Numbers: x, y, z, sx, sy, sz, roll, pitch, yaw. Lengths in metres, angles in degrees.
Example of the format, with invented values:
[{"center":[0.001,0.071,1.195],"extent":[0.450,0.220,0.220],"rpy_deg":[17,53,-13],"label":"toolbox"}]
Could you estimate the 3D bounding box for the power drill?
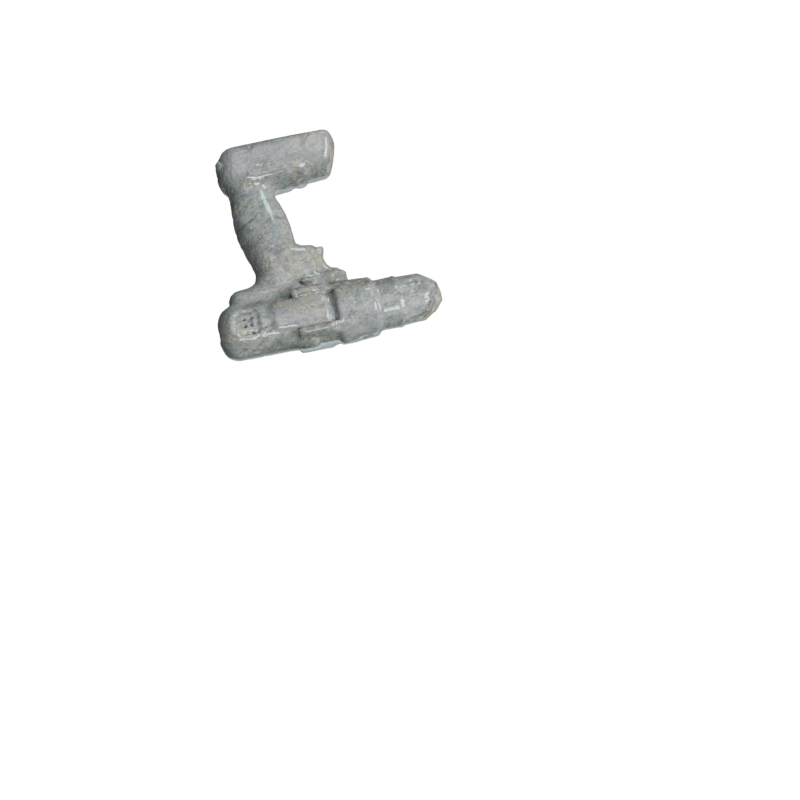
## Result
[{"center":[-0.073,-0.133,0.933],"extent":[0.183,0.199,0.054],"rpy_deg":[-12,-24,-6],"label":"power drill"}]
